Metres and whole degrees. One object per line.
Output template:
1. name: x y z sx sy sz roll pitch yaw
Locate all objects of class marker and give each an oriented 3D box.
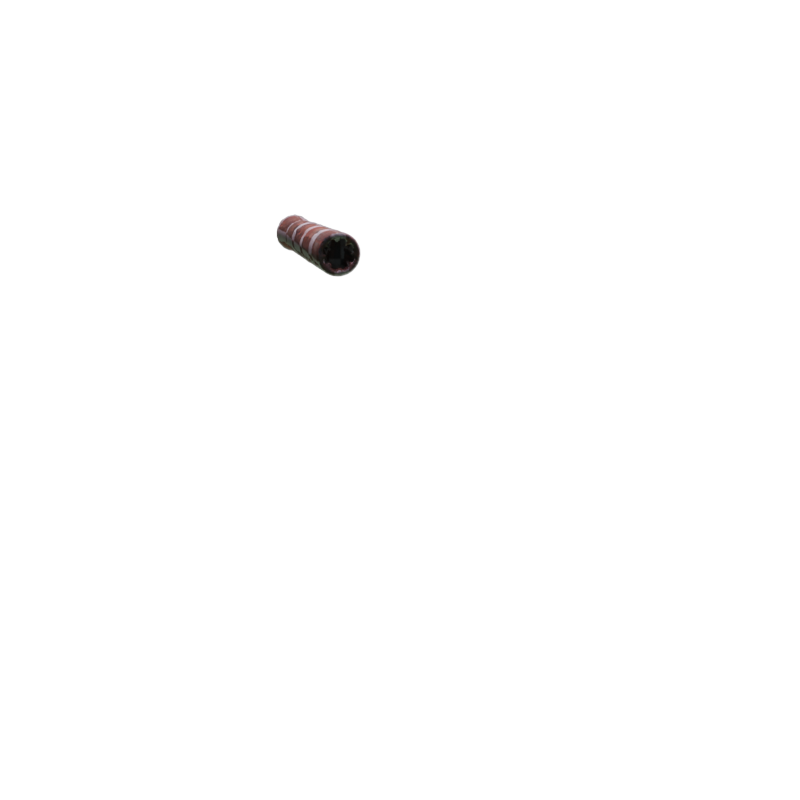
1. marker: -0.041 -0.075 0.522 0.019 0.019 0.125 -1 13 -14
